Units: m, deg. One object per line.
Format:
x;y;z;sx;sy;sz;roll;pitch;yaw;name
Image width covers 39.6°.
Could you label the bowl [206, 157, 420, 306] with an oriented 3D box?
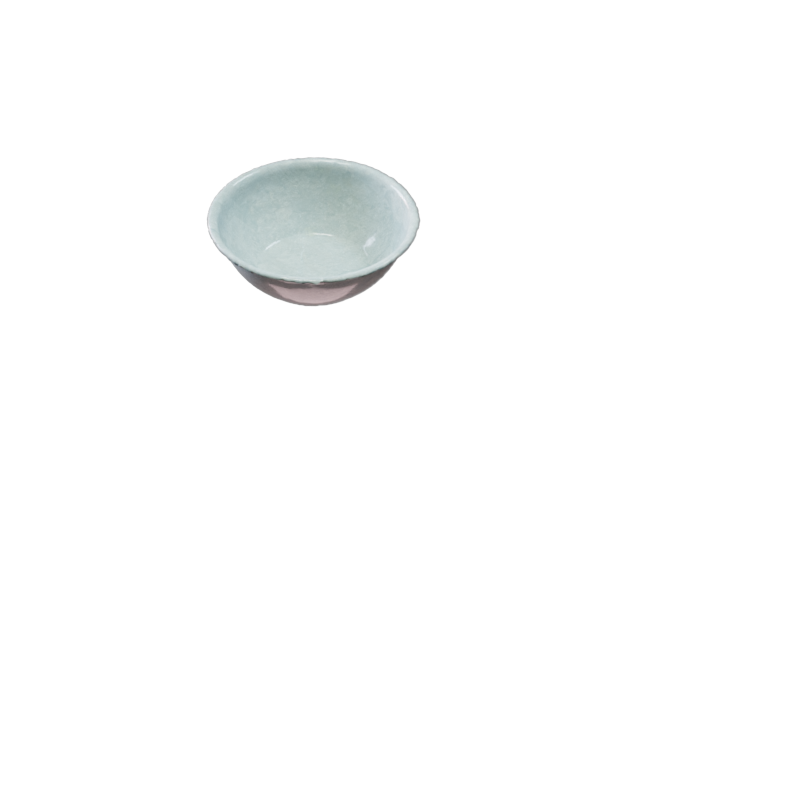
-0.067;-0.122;0.857;0.162;0.051;0.174;-1;42;-1;bowl
